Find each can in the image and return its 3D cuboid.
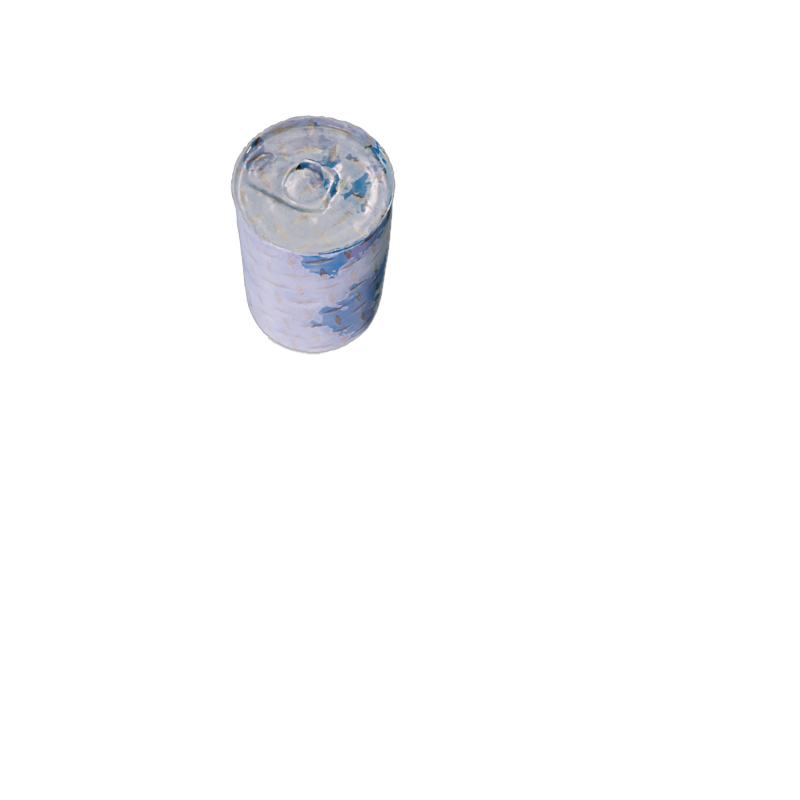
[{"bbox_3d":[-0.039,-0.071,0.501,0.068,0.073,0.097,0,-25,-3],"label":"can"}]
